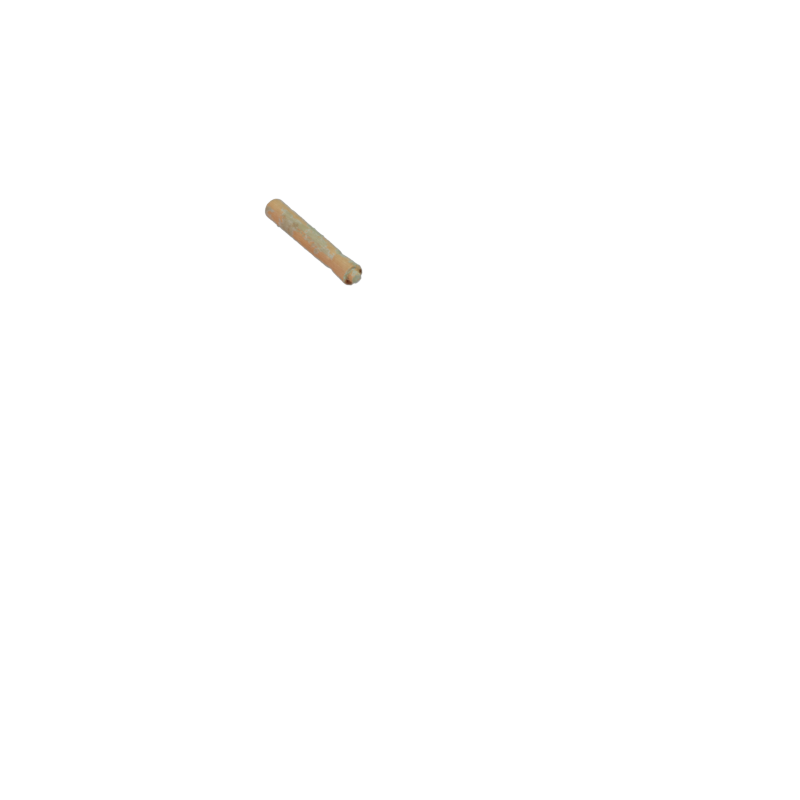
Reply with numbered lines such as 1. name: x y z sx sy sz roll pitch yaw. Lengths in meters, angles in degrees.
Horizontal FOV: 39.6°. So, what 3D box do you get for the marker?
1. marker: -0.071 -0.129 0.903 0.019 0.019 0.130 -3 34 -41
